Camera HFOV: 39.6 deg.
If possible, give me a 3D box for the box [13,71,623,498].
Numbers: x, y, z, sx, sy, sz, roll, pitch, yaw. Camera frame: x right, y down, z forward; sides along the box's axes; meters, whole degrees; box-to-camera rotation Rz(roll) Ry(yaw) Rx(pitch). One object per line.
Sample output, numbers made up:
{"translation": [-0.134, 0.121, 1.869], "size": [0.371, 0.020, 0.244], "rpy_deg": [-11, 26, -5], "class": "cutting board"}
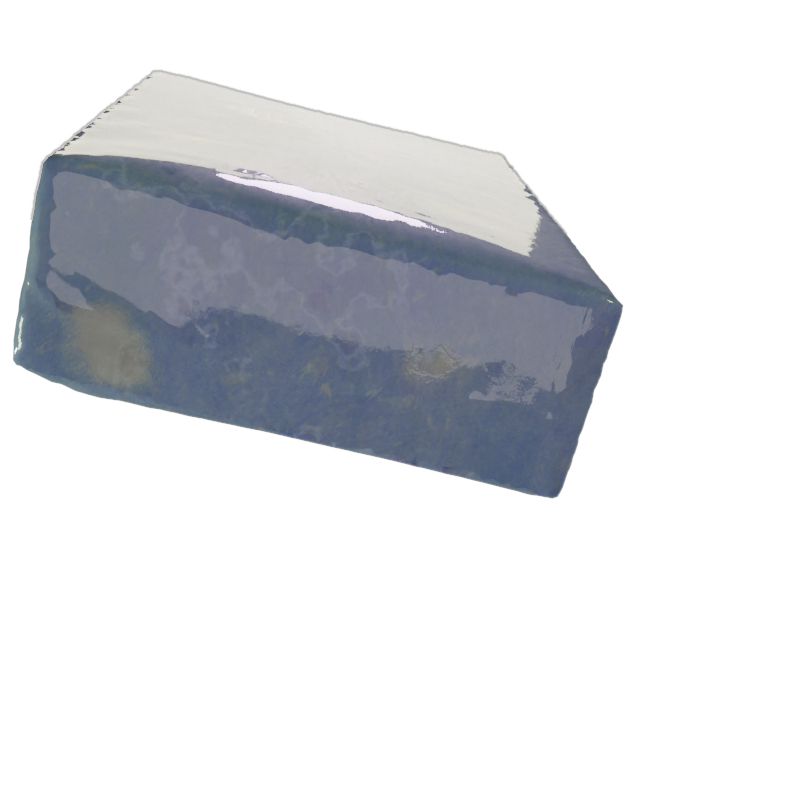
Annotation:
{"translation": [-0.032, -0.058, 0.405], "size": [0.162, 0.069, 0.223], "rpy_deg": [12, 20, -7], "class": "box"}
